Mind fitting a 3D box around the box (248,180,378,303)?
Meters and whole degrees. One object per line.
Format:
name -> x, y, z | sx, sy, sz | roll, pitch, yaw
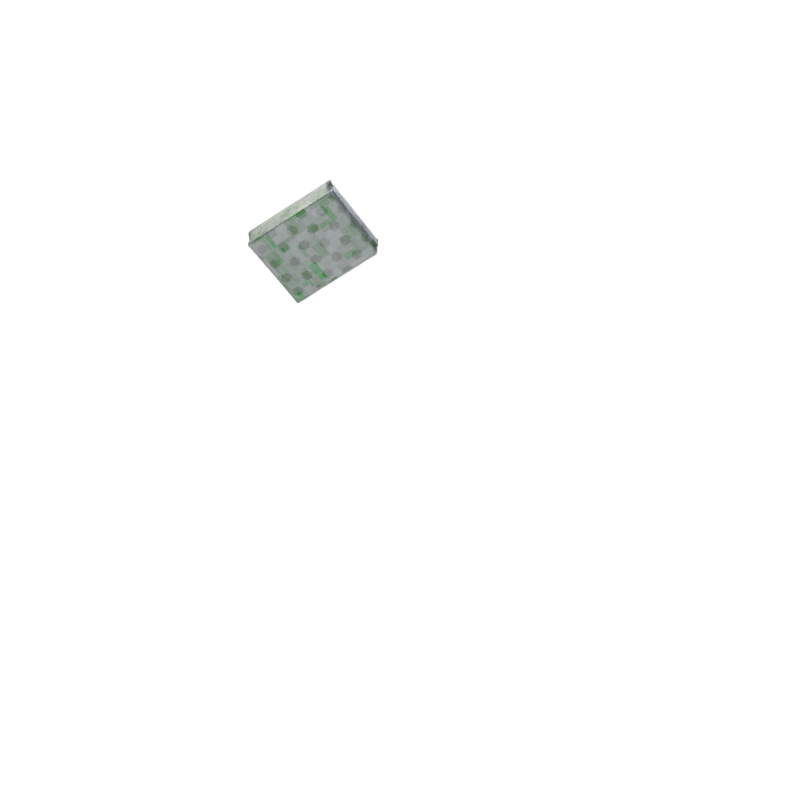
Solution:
box -> -0.075, -0.137, 0.957 | 0.089, 0.069, 0.032 | -31, 27, 17
